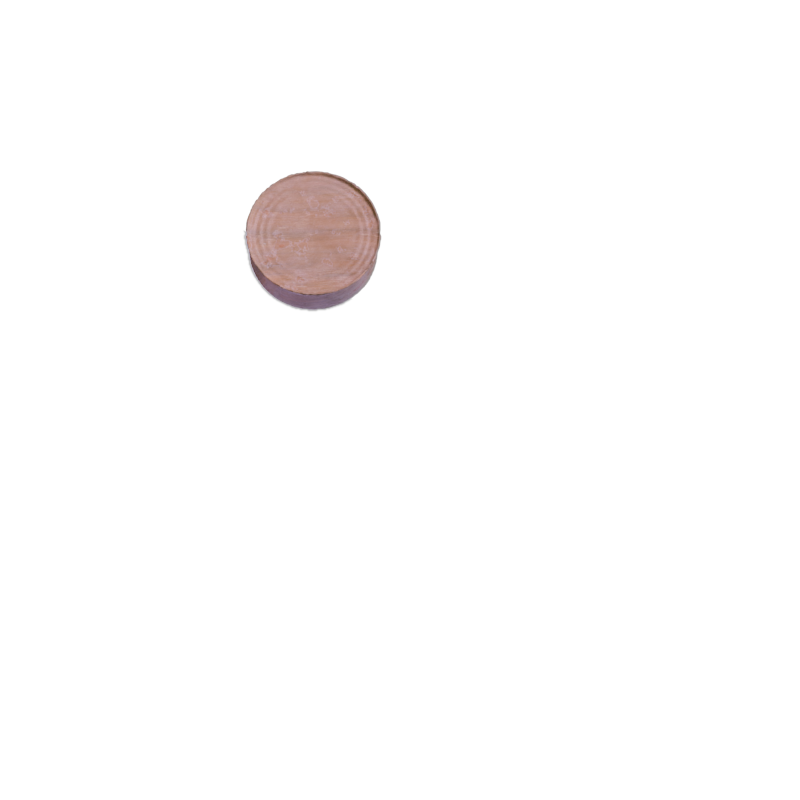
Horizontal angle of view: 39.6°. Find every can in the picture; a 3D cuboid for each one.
[{"bbox_3d":[-0.056,-0.102,0.714,0.086,0.090,0.032,-1,-22,-1],"label":"can"}]
